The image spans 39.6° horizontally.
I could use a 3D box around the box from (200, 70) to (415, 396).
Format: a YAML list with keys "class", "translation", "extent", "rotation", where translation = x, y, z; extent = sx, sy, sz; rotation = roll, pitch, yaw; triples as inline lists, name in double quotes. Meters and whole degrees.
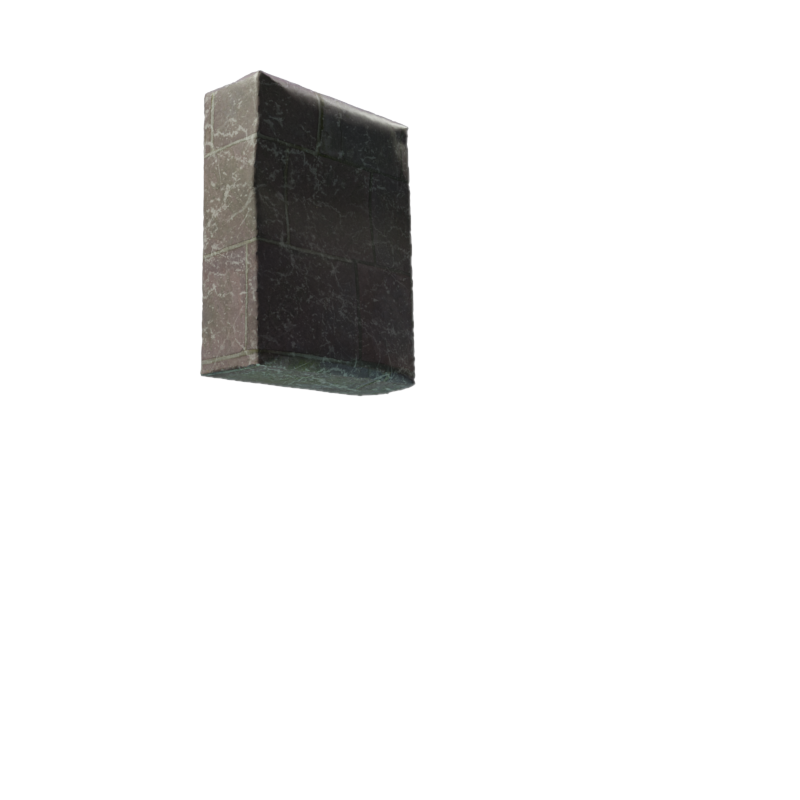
- class: "box"
  translation: [-0.065, -0.118, 0.824]
  extent: [0.073, 0.221, 0.155]
  rotation: [-14, -18, 43]
